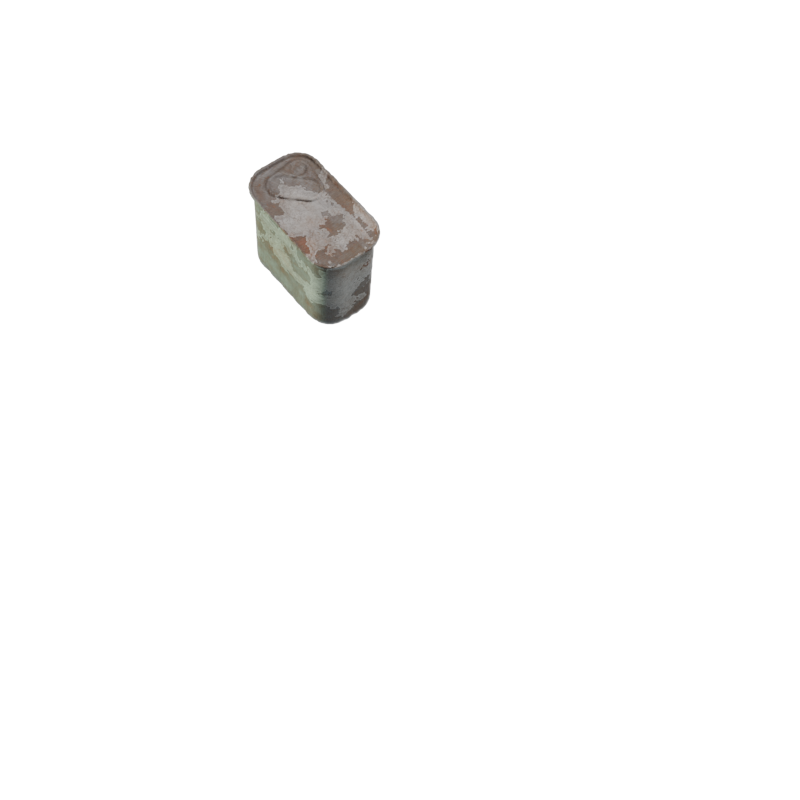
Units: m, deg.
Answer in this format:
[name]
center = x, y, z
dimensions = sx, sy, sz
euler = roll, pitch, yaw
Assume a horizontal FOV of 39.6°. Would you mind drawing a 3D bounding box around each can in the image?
[can]
center = -0.063, -0.115, 0.805
dimensions = 0.058, 0.108, 0.078
euler = -33, -25, -20
